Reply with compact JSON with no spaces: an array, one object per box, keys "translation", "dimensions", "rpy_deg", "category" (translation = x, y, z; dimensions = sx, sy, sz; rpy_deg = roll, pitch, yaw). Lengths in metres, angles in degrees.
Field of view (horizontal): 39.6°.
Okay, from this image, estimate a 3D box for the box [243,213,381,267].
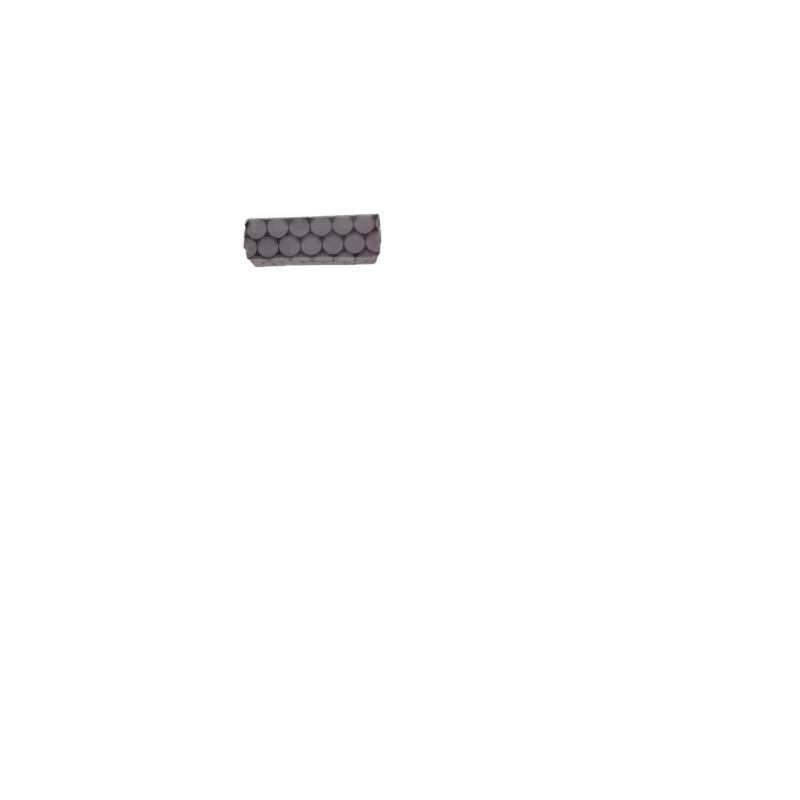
[{"translation":[-0.074,-0.135,0.946],"dimensions":[0.113,0.039,0.090],"rpy_deg":[0,2,-1],"category":"box"}]
